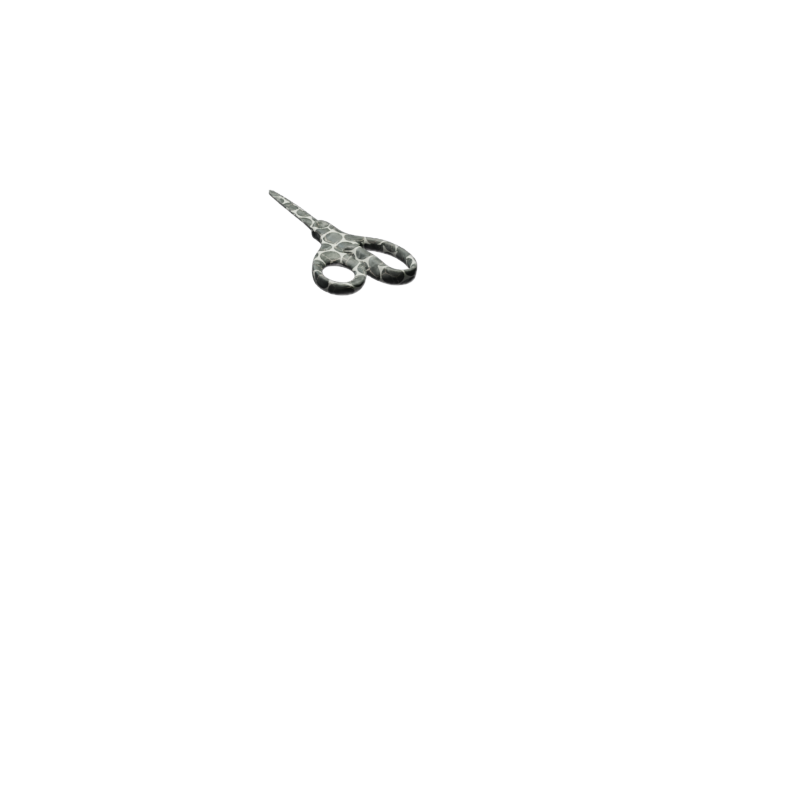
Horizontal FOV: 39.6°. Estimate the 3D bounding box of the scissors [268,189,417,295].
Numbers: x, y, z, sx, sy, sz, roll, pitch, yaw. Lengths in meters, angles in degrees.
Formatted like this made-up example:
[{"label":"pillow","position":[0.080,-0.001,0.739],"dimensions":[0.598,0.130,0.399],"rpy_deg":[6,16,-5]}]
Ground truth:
[{"label":"scissors","position":[-0.076,-0.139,0.973],"dimensions":[0.215,0.015,0.096],"rpy_deg":[28,43,34]}]
